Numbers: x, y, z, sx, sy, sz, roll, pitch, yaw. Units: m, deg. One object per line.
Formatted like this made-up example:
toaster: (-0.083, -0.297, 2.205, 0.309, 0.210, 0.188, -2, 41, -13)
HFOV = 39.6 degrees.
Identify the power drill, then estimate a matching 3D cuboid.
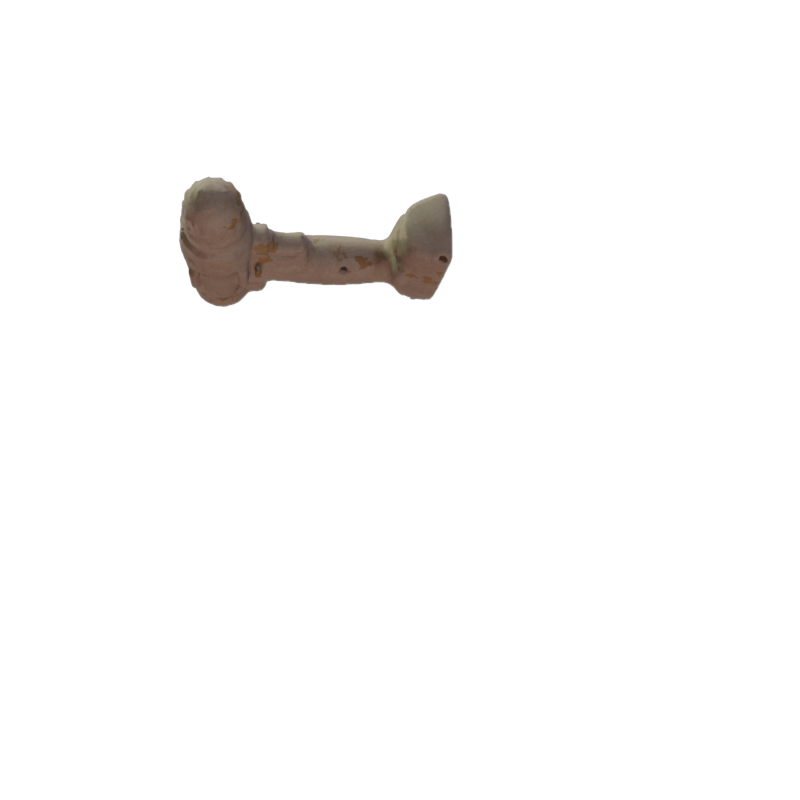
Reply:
power drill: (-0.061, -0.112, 0.784, 0.187, 0.059, 0.179, 1, -11, -4)
